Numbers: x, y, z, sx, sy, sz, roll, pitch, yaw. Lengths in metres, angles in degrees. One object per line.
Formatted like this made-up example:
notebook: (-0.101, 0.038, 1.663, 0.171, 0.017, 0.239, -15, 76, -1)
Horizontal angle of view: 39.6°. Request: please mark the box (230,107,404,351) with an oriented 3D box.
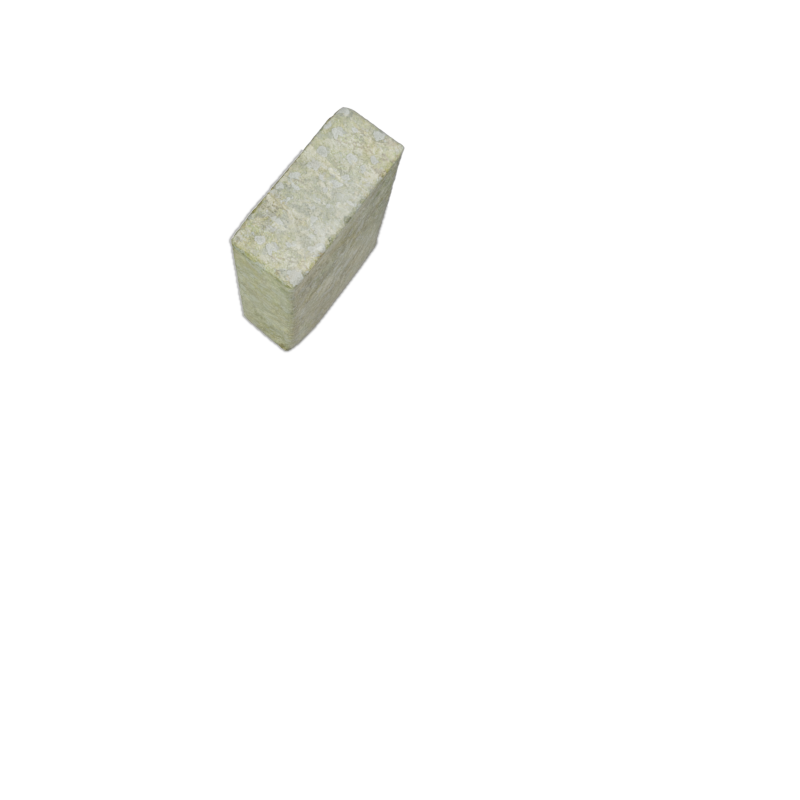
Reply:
box: (-0.048, -0.088, 0.614, 0.049, 0.095, 0.171, 36, -11, 3)
